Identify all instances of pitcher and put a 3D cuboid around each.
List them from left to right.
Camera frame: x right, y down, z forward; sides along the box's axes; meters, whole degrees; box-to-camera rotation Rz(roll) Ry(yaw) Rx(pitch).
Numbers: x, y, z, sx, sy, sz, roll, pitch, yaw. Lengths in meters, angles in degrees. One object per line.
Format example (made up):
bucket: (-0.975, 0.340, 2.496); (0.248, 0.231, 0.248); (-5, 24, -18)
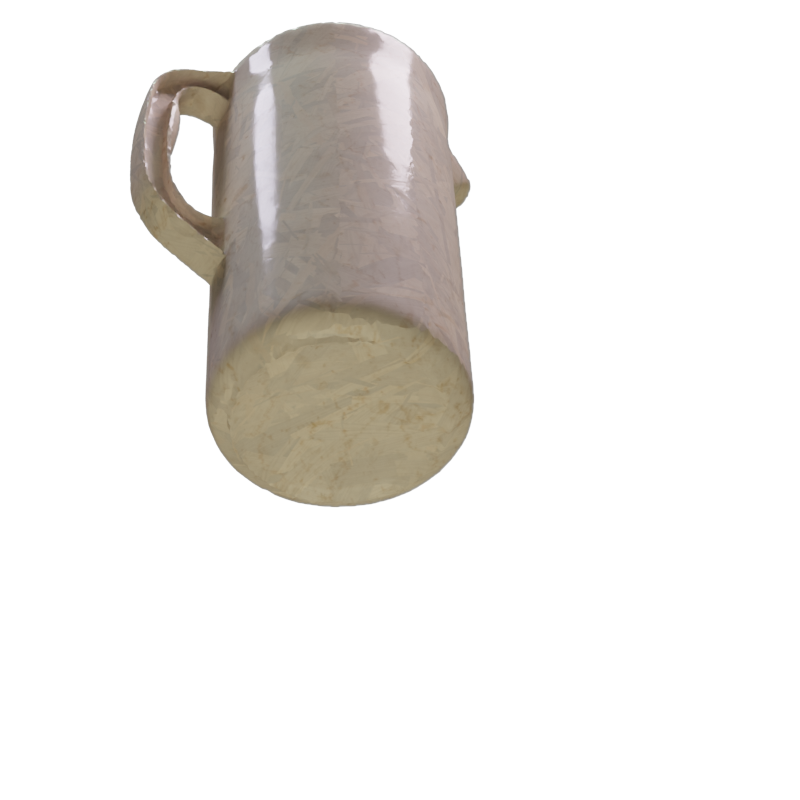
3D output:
pitcher: (-0.042, -0.076, 0.532); (0.150, 0.134, 0.260); (-17, 38, 10)
